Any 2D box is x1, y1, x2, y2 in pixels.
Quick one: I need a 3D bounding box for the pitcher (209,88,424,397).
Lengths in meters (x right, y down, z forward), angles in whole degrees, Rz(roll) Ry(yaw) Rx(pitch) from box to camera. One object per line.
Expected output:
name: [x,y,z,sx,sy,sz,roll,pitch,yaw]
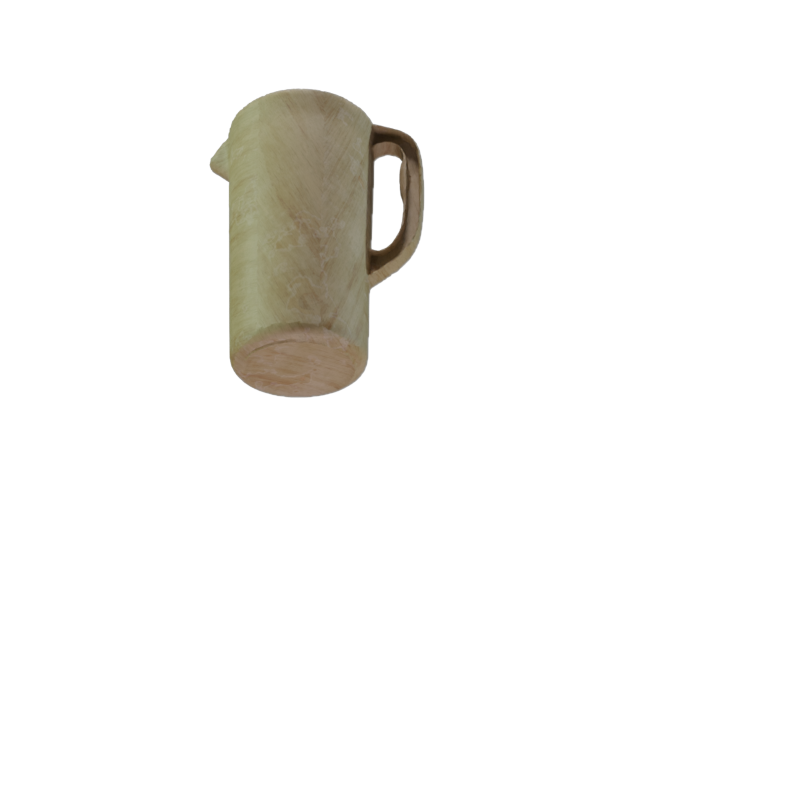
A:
pitcher: [-0.072,-0.132,0.922,0.137,0.260,0.147,21,-39,-32]
